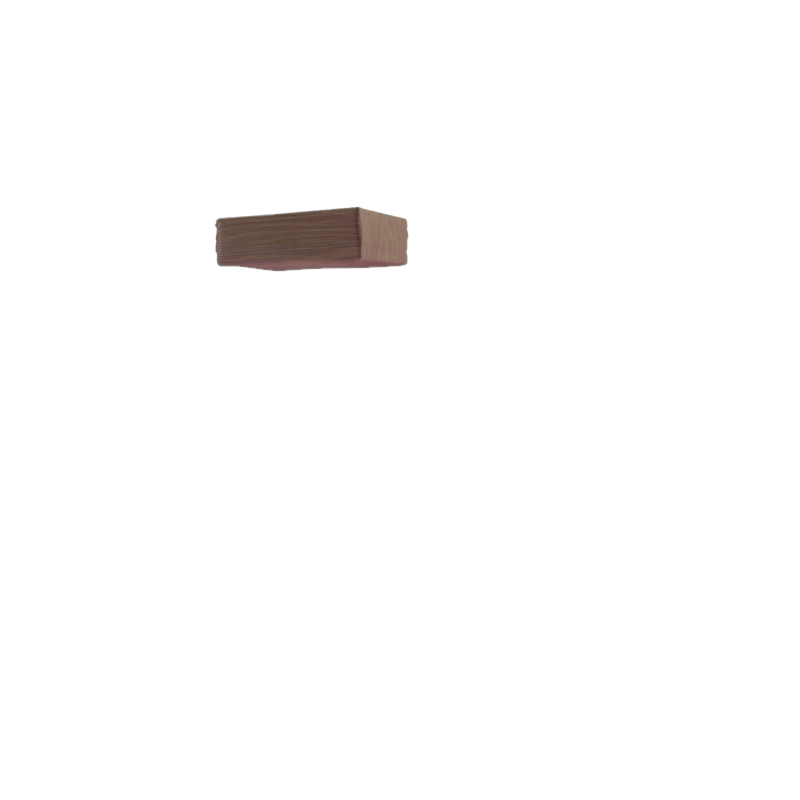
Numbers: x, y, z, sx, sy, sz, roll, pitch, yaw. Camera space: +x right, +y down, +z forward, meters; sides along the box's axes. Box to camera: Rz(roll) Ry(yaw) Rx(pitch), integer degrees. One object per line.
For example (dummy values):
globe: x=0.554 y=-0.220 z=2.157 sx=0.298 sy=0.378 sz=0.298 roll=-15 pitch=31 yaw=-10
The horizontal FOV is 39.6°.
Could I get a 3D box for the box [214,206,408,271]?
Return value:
box: x=-0.062 y=-0.113 z=0.790 sx=0.117 sy=0.039 sz=0.087 roll=2 pitch=4 yaw=24
